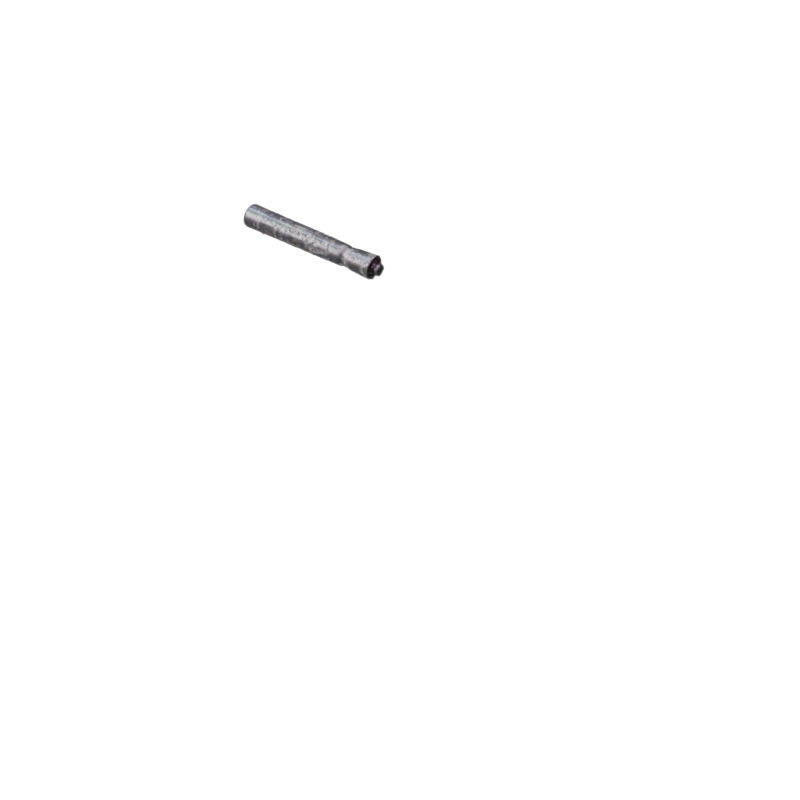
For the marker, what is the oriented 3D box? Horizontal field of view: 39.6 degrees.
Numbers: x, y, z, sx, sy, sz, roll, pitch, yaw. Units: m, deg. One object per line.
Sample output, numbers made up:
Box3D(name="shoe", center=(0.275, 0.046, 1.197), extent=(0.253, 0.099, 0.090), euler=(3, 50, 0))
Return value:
Box3D(name="marker", center=(-0.064, -0.117, 0.820), extent=(0.128, 0.019, 0.019), euler=(26, 16, 28))
